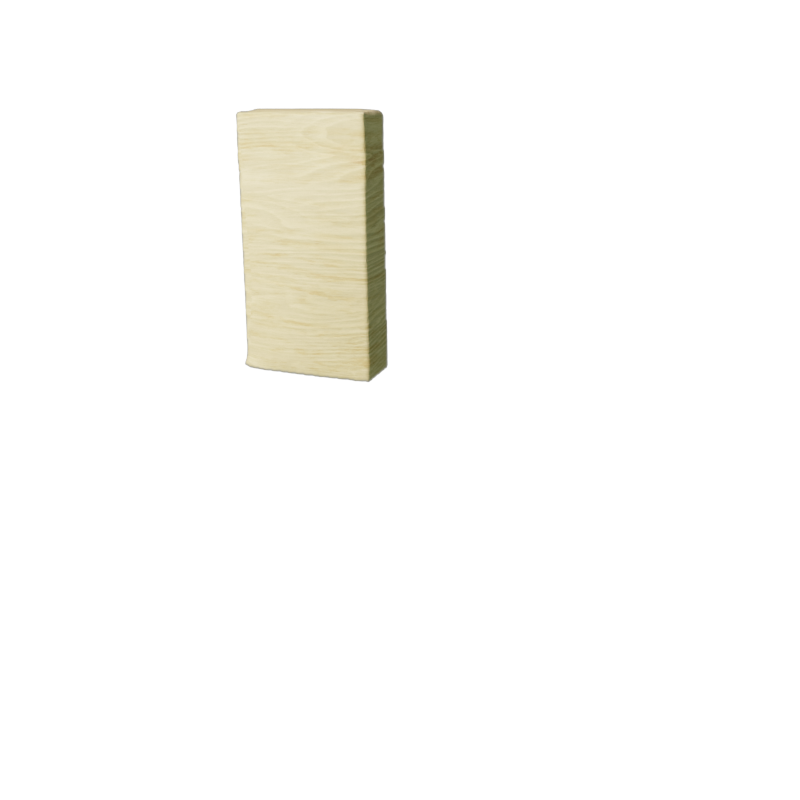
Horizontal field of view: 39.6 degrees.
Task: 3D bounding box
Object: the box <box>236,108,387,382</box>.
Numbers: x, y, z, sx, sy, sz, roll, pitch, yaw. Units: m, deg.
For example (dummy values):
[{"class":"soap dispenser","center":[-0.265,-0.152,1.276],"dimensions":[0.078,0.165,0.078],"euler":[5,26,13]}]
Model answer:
[{"class":"box","center":[-0.058,-0.106,0.740],"dimensions":[0.096,0.172,0.048],"euler":[5,10,22]}]
